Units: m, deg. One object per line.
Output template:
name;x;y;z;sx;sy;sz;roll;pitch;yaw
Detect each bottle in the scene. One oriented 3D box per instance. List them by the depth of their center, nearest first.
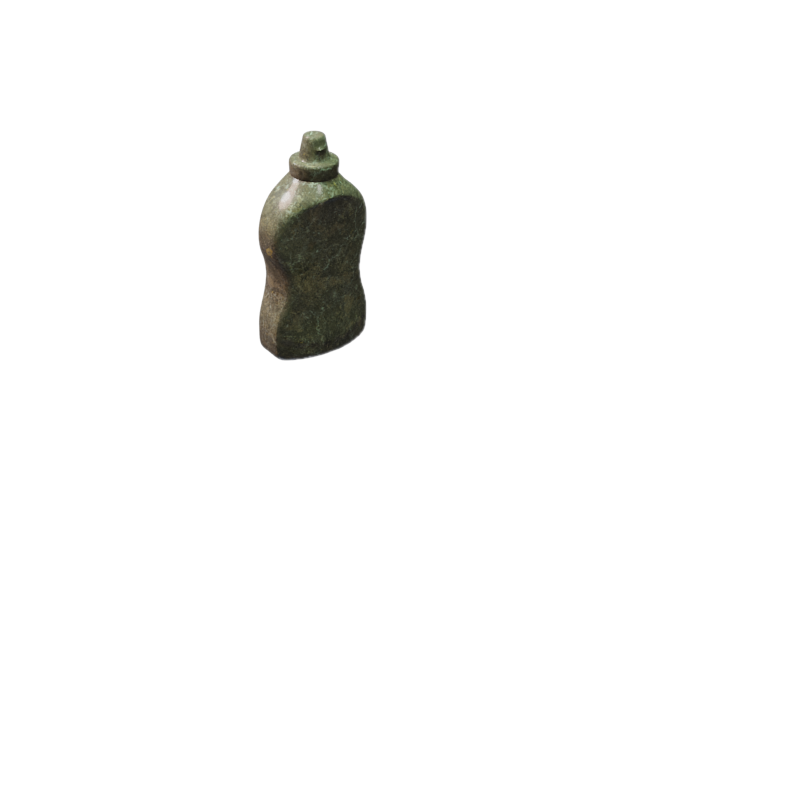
bottle;-0.072;-0.132;0.927;0.094;0.181;0.063;-17;33;-31
